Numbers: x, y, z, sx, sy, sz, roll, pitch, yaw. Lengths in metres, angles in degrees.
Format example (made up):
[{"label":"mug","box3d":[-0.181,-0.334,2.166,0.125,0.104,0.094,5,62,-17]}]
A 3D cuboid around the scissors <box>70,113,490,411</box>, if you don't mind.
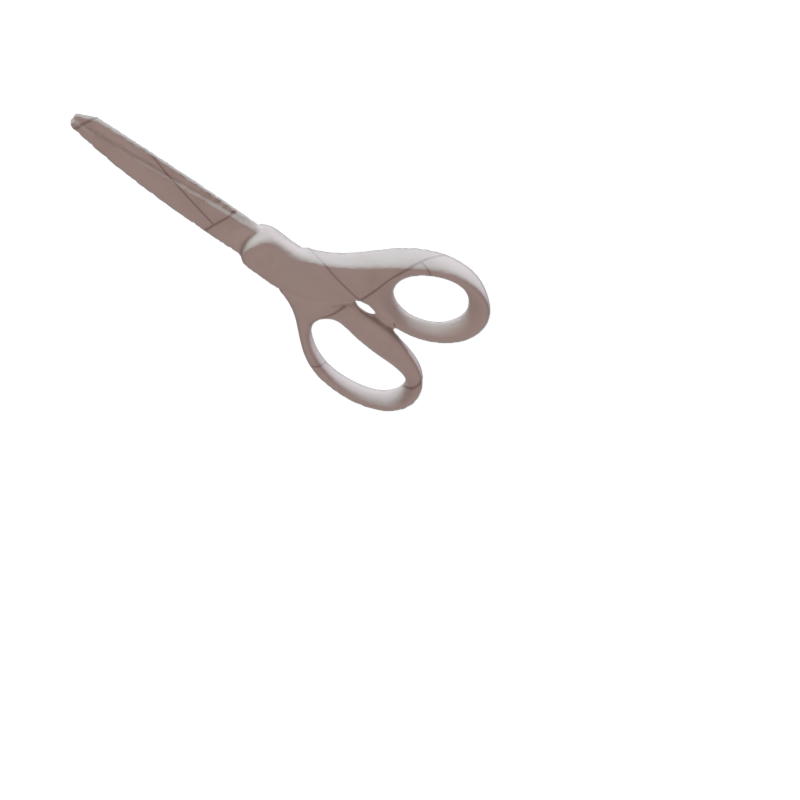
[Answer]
[{"label":"scissors","box3d":[-0.036,-0.066,0.464,0.096,0.188,0.017,-26,35,20]}]
